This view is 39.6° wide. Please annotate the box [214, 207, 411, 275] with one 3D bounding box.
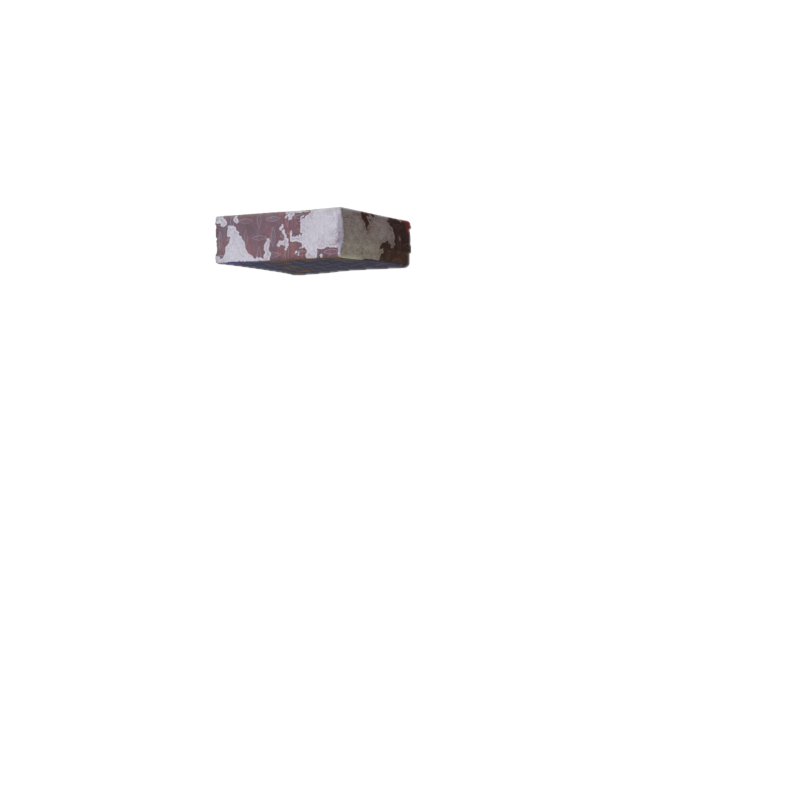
[{"bbox_3d":[-0.062,-0.113,0.793,0.117,0.039,0.086,0,-1,34],"label":"box"}]
